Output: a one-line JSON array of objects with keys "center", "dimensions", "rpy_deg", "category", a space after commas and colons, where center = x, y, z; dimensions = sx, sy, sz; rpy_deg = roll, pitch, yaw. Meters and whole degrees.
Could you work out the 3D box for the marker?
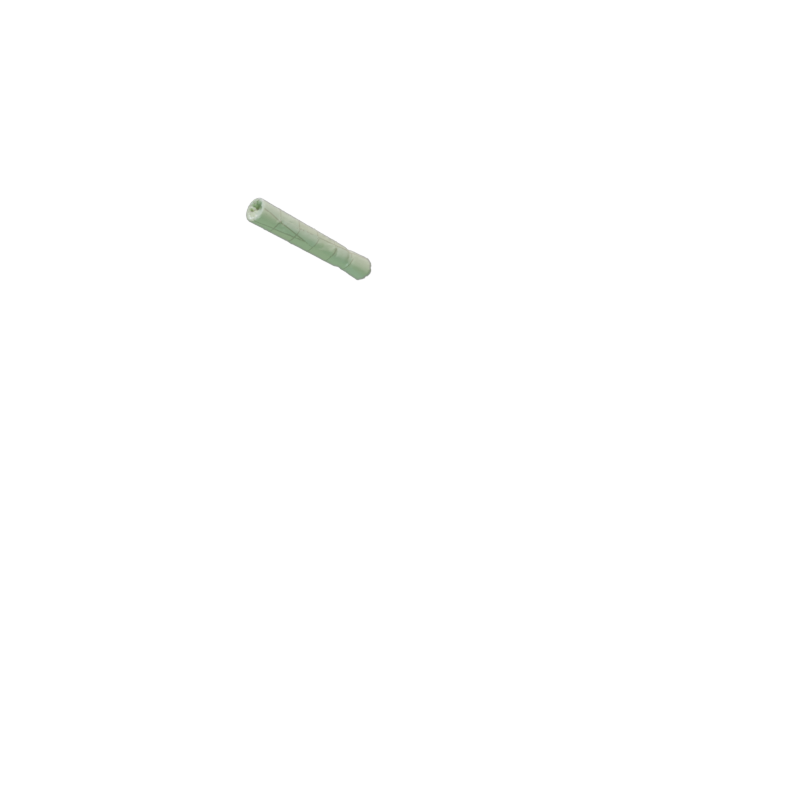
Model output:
[{"center": [-0.064, -0.117, 0.822], "dimensions": [0.113, 0.020, 0.021], "rpy_deg": [25, -14, -41], "category": "marker"}]
